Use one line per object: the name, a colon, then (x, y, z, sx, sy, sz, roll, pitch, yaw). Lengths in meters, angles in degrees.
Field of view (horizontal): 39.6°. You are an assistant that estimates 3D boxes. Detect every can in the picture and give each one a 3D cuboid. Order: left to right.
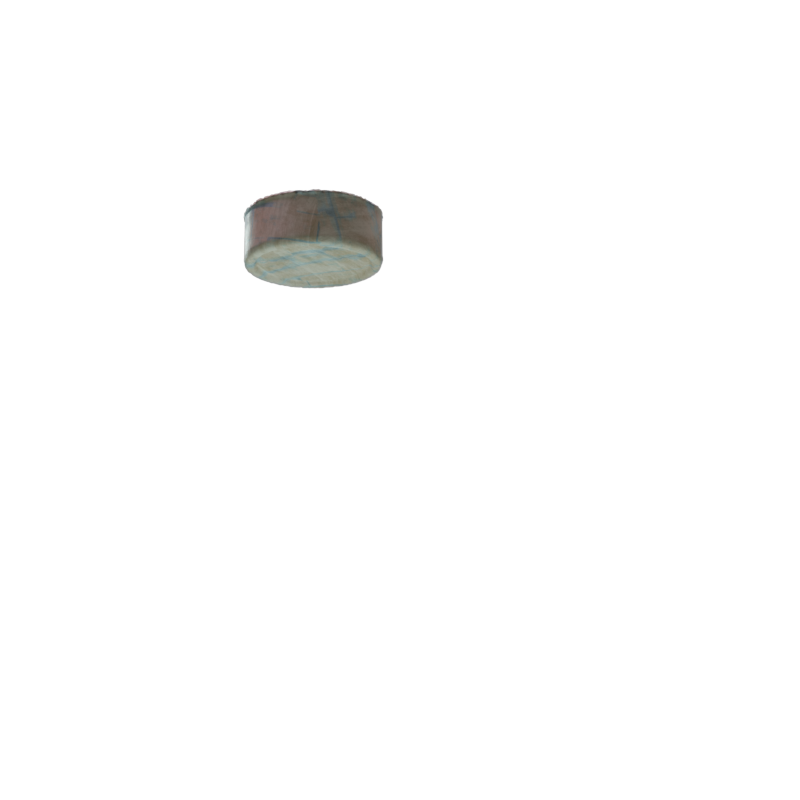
can: (-0.053, -0.097, 0.677, 0.086, 0.035, 0.083, 0, -14, -2)
